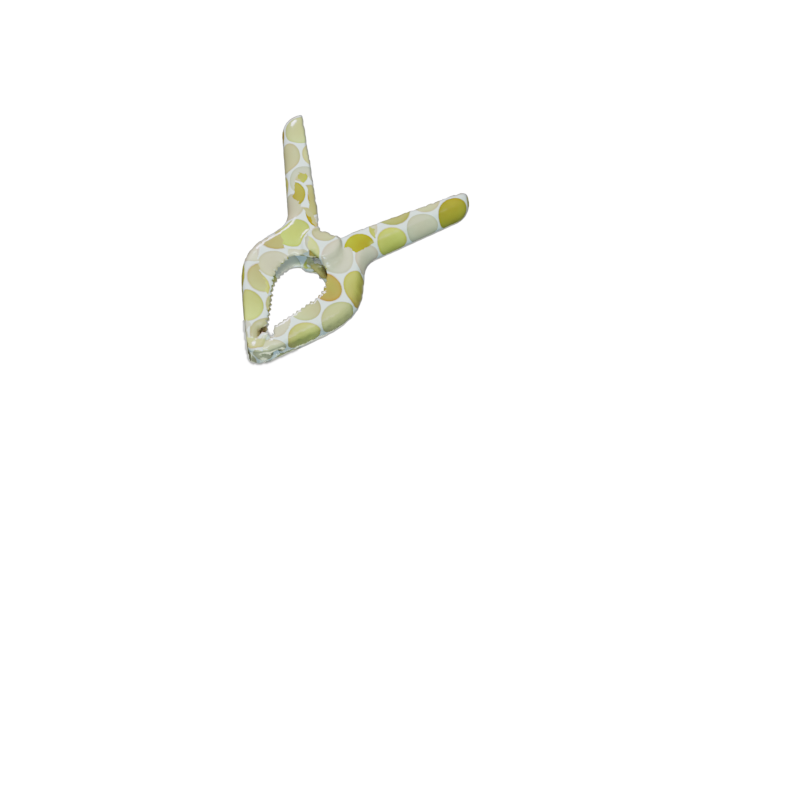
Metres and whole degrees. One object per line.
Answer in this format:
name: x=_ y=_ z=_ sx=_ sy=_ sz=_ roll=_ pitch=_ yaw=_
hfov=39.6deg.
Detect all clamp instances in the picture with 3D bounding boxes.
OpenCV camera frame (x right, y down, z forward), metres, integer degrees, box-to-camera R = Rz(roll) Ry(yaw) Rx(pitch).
clamp: x=-0.067 y=-0.123 z=0.862 sx=0.171 sy=0.215 sz=0.034 roll=32 pitch=-23 yaw=15
